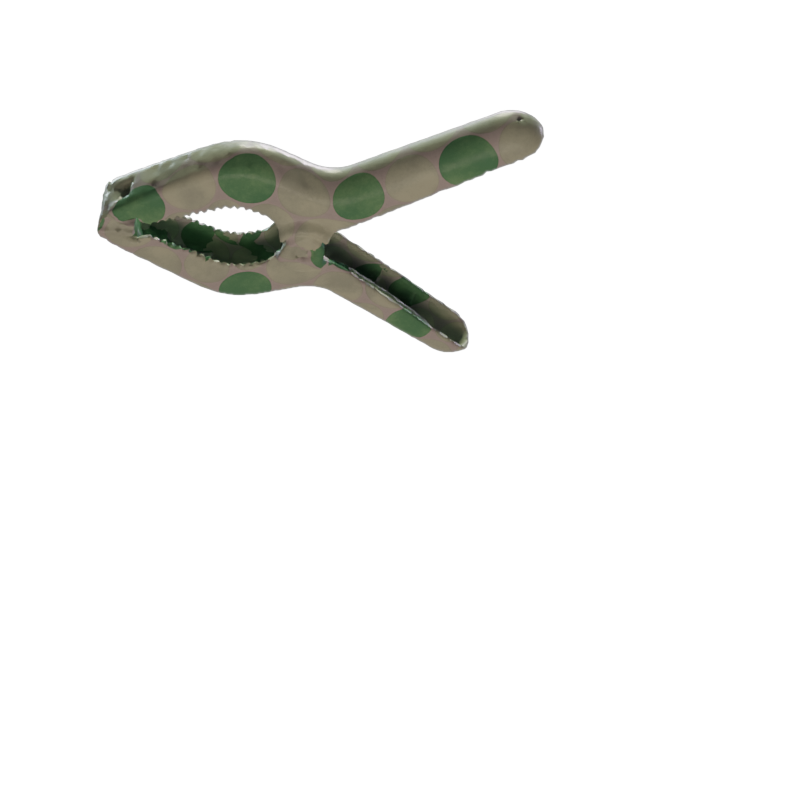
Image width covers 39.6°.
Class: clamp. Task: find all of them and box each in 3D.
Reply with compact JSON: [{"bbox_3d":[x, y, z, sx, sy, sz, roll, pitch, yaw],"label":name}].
[{"bbox_3d":[-0.044,-0.080,0.561,0.210,0.039,0.153,1,-40,-1],"label":"clamp"}]
